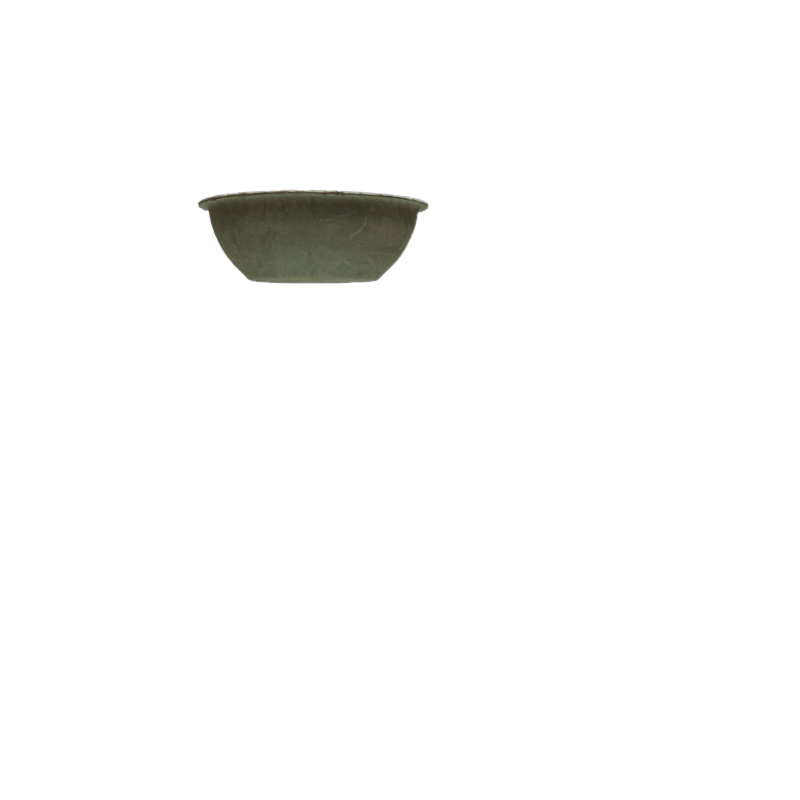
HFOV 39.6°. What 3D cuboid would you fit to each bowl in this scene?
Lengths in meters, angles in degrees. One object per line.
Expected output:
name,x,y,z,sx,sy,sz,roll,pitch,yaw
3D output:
bowl,-0.061,-0.111,0.775,0.162,0.055,0.162,0,3,-2
